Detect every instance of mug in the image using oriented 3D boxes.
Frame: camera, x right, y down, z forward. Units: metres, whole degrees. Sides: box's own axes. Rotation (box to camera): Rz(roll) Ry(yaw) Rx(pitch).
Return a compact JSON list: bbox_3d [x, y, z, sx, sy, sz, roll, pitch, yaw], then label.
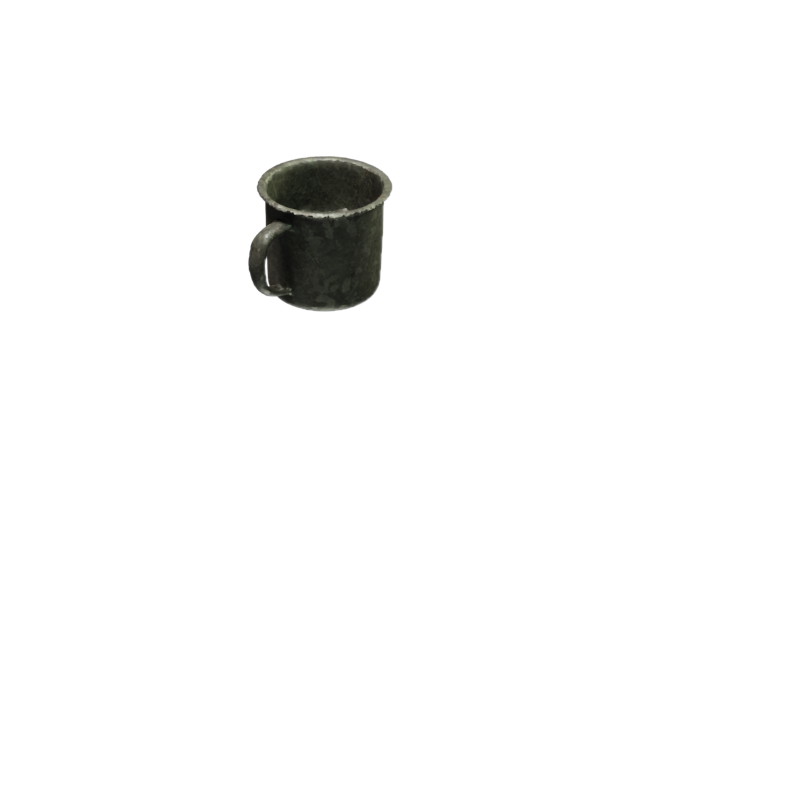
[{"bbox_3d":[-0.061,-0.110,0.773,0.099,0.076,0.118,24,40,30],"label":"mug"}]
